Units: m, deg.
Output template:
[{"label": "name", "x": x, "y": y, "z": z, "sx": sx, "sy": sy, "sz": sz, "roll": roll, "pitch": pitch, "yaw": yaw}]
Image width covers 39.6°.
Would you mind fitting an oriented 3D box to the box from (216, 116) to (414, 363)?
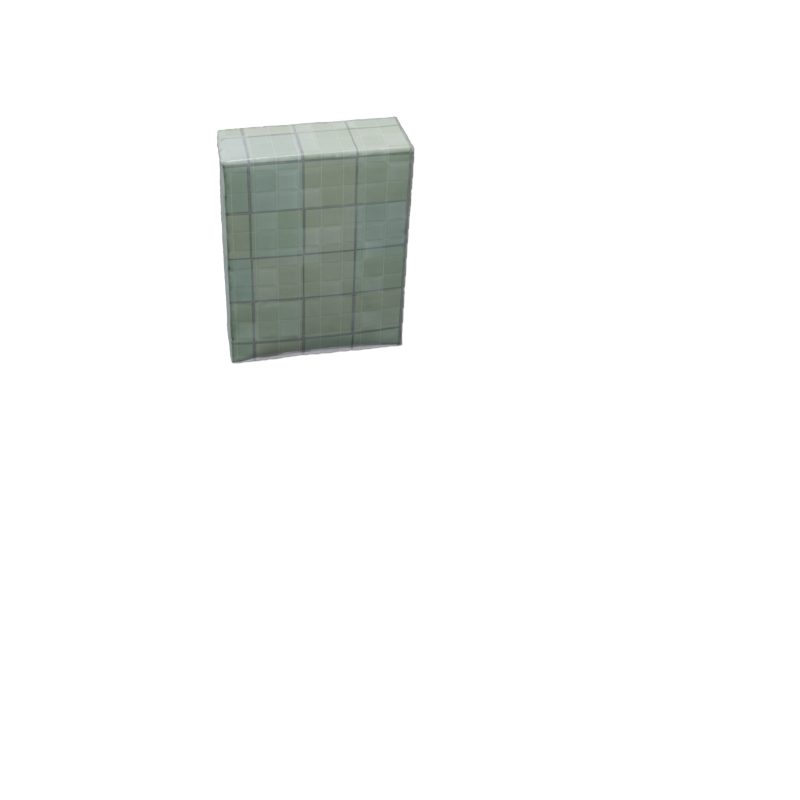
[{"label": "box", "x": -0.078, "y": -0.142, "z": 0.998, "sx": 0.162, "sy": 0.200, "sz": 0.077, "roll": -5, "pitch": 36, "yaw": -10}]
